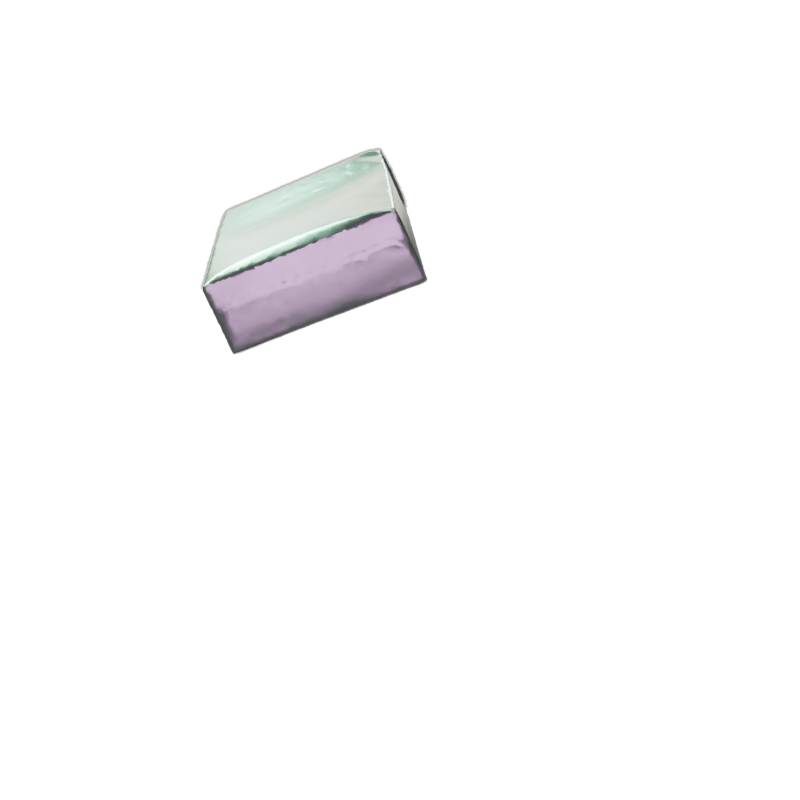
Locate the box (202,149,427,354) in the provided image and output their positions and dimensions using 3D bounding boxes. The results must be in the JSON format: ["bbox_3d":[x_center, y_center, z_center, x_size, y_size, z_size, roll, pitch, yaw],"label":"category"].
[{"bbox_3d":[-0.074,-0.134,0.942,0.164,0.068,0.225,-21,24,6],"label":"box"}]
